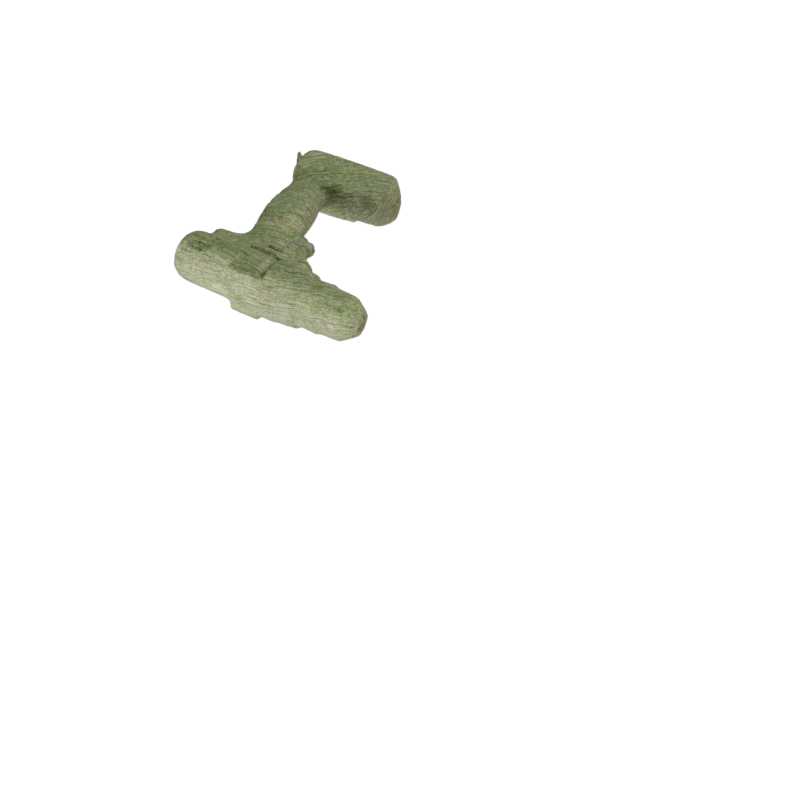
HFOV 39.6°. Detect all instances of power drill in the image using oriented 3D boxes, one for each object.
[{"bbox_3d":[-0.076,-0.138,0.969,0.193,0.053,0.192,23,48,22],"label":"power drill"}]
